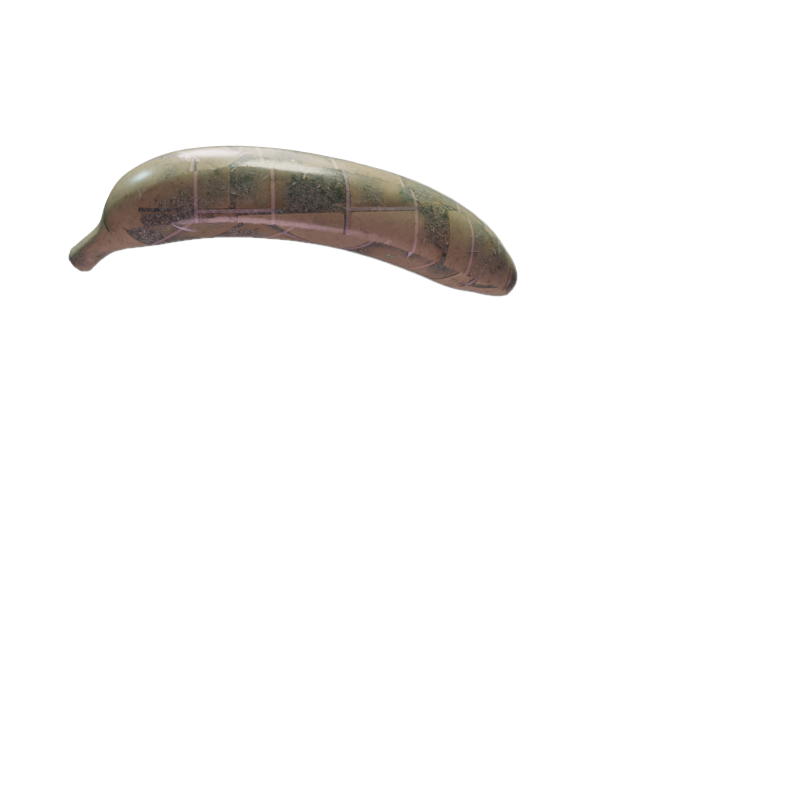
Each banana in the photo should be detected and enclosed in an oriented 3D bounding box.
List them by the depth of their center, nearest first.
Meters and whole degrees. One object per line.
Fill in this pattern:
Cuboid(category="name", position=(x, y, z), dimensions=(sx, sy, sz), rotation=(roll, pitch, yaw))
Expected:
Cuboid(category="banana", position=(-0.036, -0.075, 0.464), dimensions=(0.194, 0.039, 0.067), rotation=(4, -24, -11))
